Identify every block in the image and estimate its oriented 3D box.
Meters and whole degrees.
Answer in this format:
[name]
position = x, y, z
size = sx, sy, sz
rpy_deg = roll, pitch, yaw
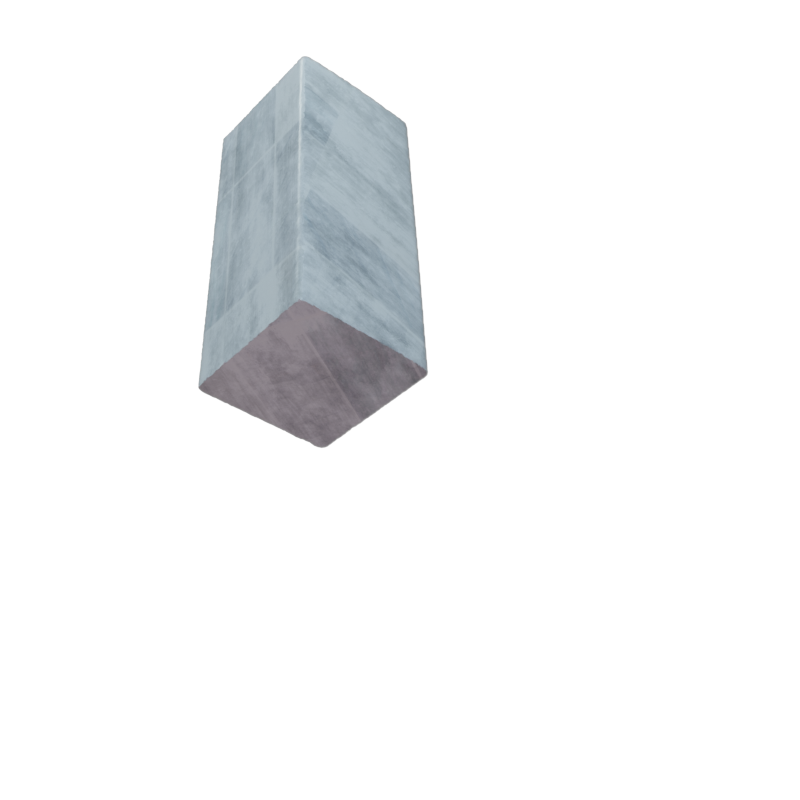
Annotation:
[block]
position = -0.050, -0.093, 0.650
size = 0.085, 0.221, 0.089
rpy_deg = 29, -51, -31
